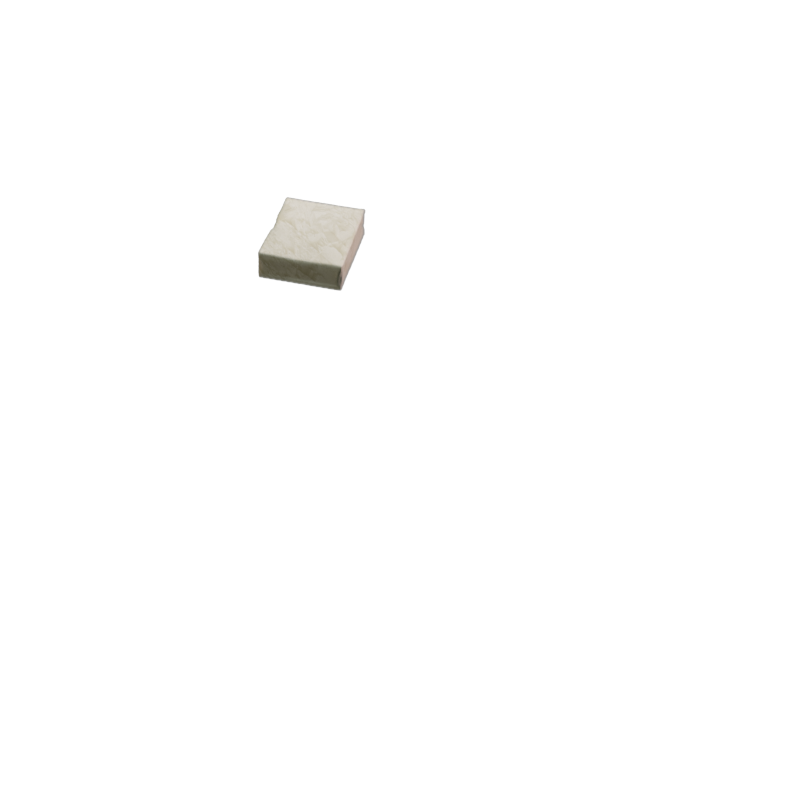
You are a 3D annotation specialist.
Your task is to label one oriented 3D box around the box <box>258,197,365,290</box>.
[{"bbox_3d":[-0.075,-0.136,0.954,0.074,0.028,0.094,9,42,10],"label":"box"}]
